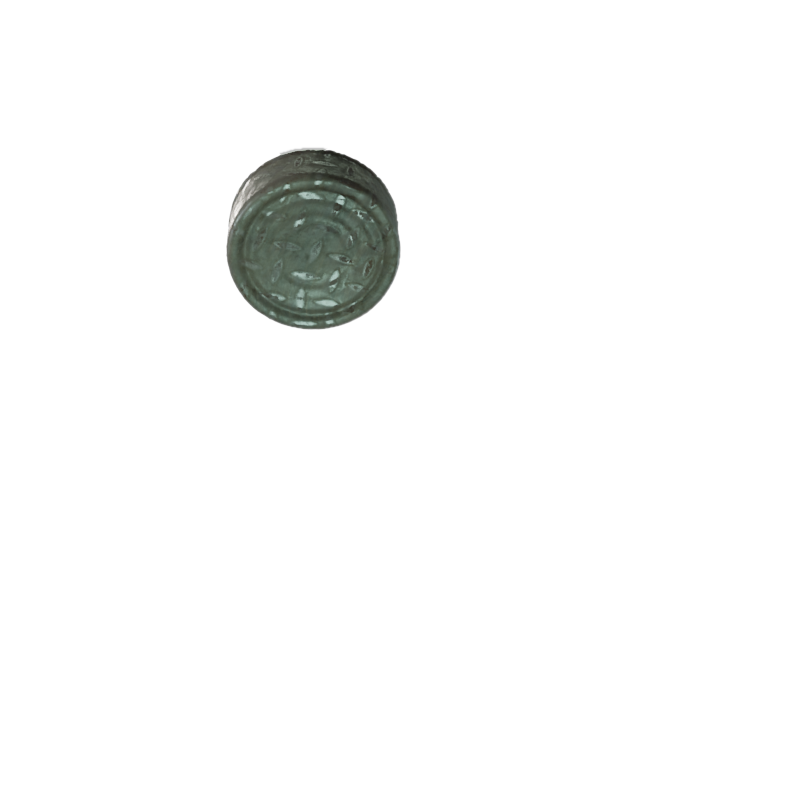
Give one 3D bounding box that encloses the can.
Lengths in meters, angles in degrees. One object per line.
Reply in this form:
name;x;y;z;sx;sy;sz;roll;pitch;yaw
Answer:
can;-0.043;-0.078;0.547;0.086;0.081;0.036;1;29;-1
